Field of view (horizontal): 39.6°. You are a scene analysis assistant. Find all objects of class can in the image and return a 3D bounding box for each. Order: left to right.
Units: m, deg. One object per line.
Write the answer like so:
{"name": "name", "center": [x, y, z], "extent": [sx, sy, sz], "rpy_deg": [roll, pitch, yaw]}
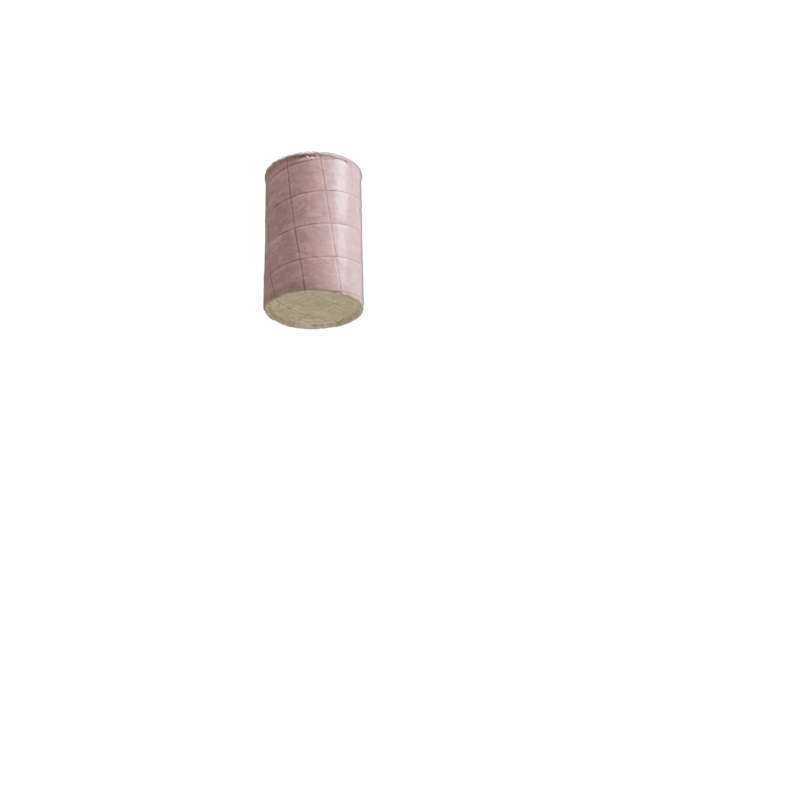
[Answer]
{"name": "can", "center": [-0.059, -0.107, 0.748], "extent": [0.068, 0.108, 0.065], "rpy_deg": [0, -23, -2]}
